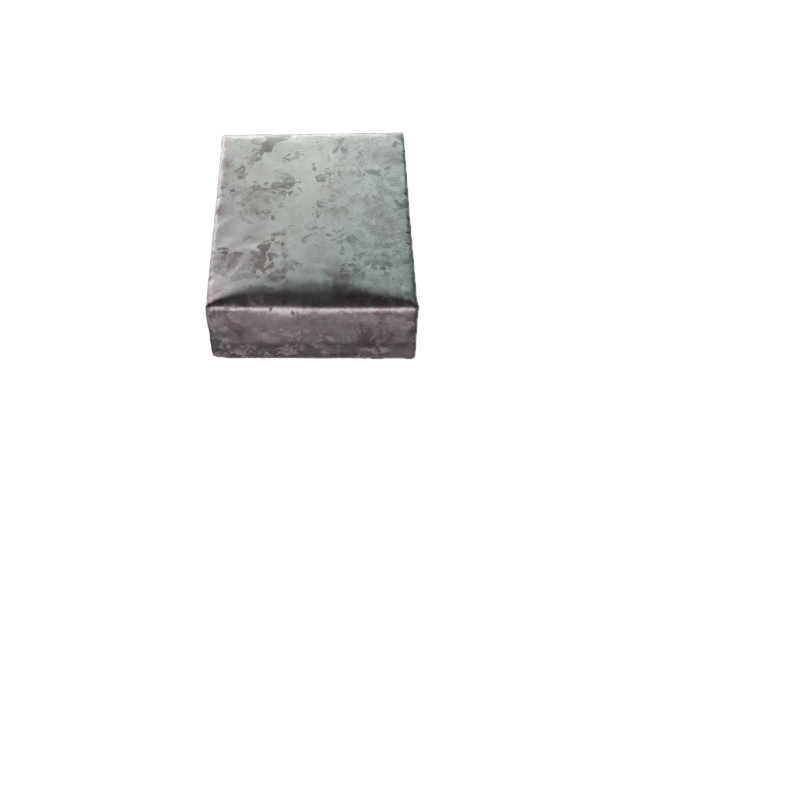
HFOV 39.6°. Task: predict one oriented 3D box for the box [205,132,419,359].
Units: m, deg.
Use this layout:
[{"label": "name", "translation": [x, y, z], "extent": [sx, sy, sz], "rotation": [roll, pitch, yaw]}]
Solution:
[{"label": "box", "translation": [-0.073, -0.133, 0.931], "extent": [0.164, 0.230, 0.067], "rotation": [-2, -43, -1]}]
